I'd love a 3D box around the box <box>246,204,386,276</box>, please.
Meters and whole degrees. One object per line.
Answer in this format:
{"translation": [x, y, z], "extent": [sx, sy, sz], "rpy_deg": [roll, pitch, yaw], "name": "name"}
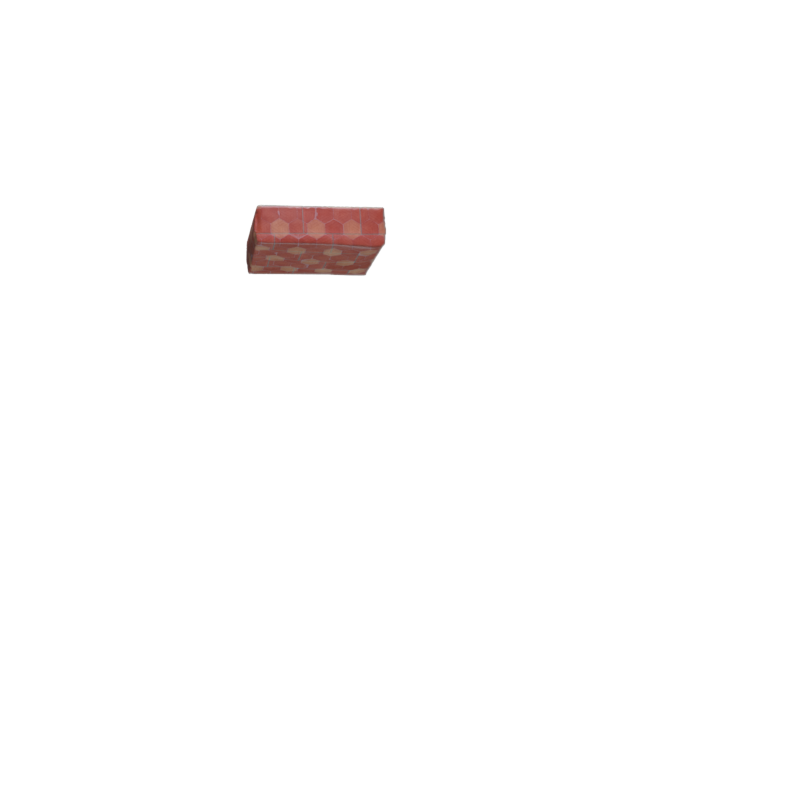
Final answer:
{"translation": [-0.076, -0.139, 0.975], "extent": [0.112, 0.040, 0.088], "rpy_deg": [2, -12, -10], "name": "box"}
